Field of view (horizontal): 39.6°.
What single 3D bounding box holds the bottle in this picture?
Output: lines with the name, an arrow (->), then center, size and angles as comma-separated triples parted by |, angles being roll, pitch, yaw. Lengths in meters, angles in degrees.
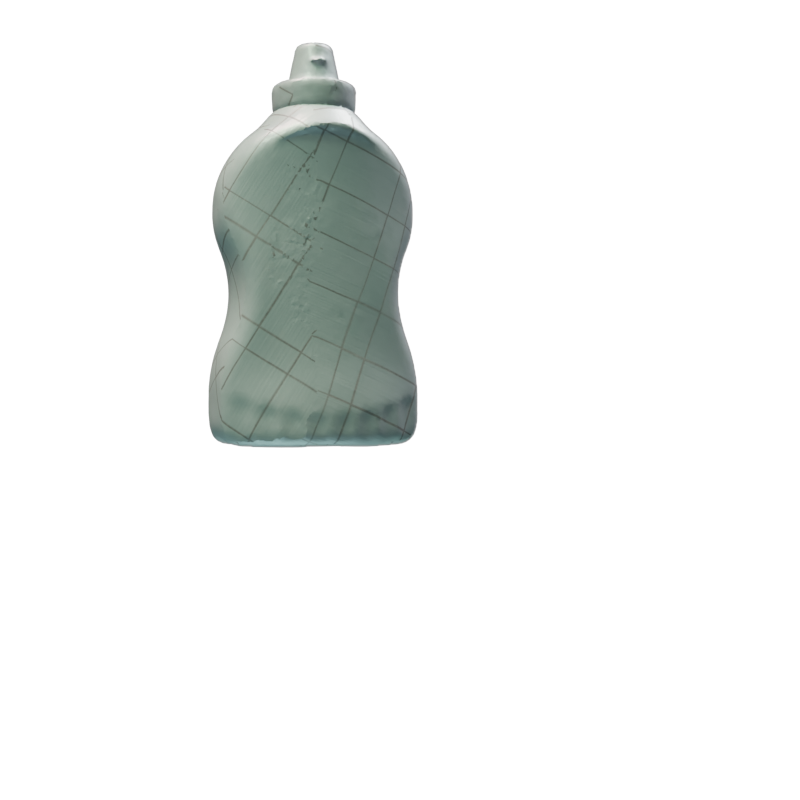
bottle -> -0.041, -0.076, 0.529 | 0.094, 0.195, 0.058 | 1, -7, -16
